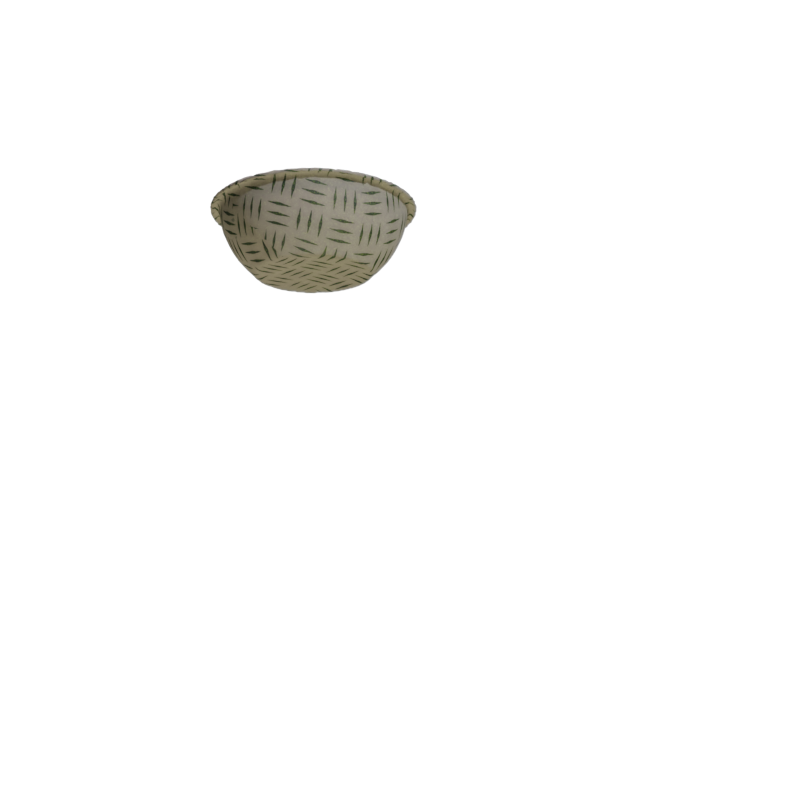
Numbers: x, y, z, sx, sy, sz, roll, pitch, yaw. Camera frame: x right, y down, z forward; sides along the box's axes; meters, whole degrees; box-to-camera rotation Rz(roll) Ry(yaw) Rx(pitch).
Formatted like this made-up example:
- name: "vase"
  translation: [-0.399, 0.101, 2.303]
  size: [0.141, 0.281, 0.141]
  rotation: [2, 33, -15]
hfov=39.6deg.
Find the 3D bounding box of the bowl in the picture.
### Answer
- name: "bowl"
  translation: [-0.067, -0.123, 0.859]
  size: [0.162, 0.057, 0.156]
  rotation: [0, -14, -2]
